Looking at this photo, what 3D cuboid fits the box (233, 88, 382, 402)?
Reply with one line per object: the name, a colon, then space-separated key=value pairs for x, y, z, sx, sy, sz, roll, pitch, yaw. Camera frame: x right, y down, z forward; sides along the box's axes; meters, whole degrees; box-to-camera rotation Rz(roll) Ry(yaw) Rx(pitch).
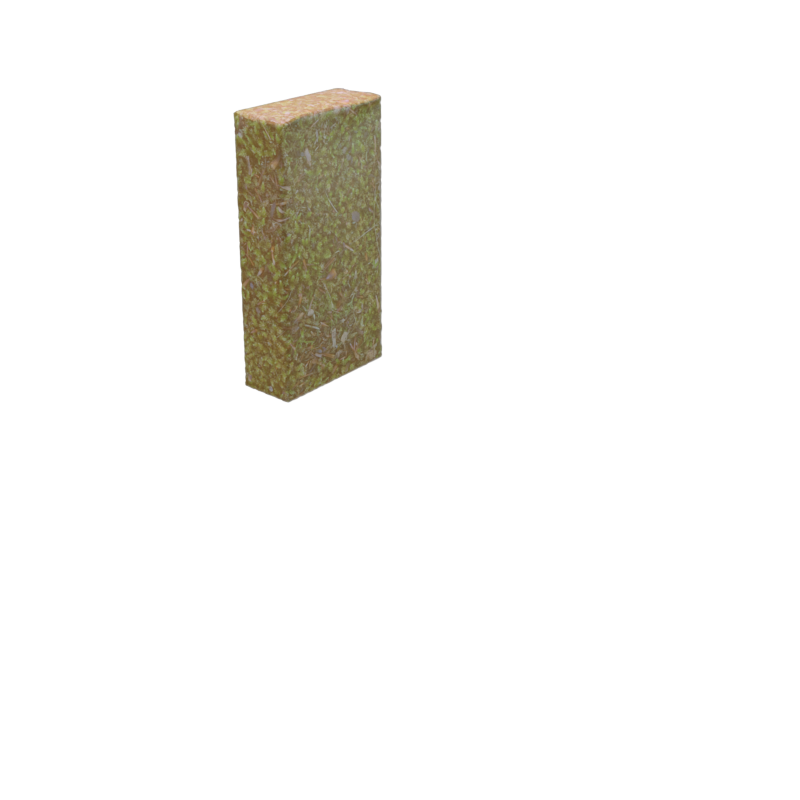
box: x=-0.054 y=-0.098 z=0.685 sx=0.051 sy=0.168 sz=0.093 roll=19 pitch=29 yaw=36
